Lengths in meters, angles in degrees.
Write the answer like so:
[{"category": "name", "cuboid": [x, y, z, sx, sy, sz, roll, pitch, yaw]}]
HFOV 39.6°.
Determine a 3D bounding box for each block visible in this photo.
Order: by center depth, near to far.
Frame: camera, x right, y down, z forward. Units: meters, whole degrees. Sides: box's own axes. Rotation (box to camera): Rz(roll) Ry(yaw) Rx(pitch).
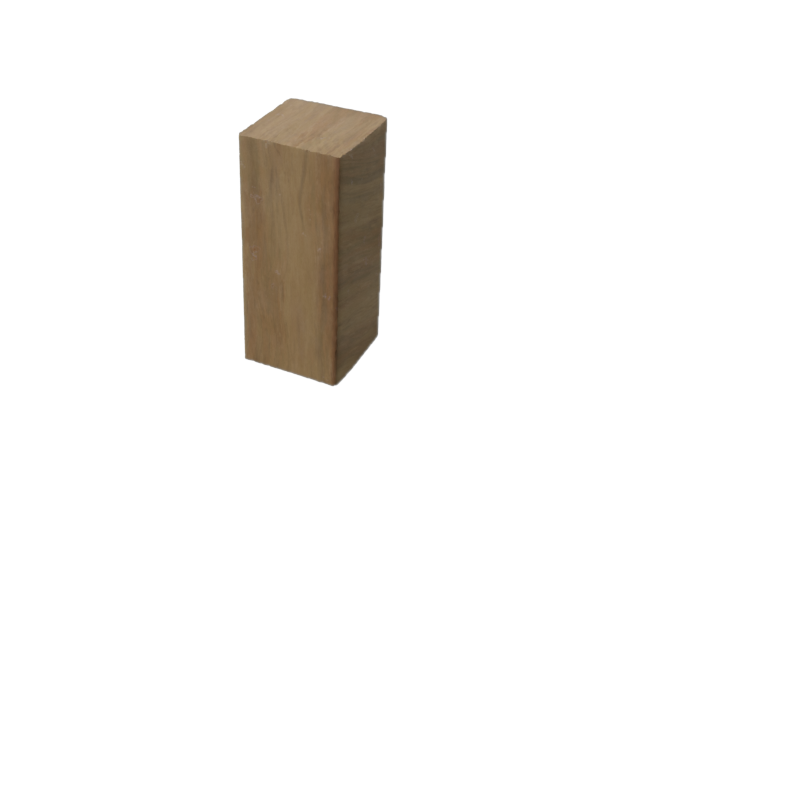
[{"category": "block", "cuboid": [-0.070, -0.130, 0.907, 0.094, 0.194, 0.092, 15, 34, 20]}]
